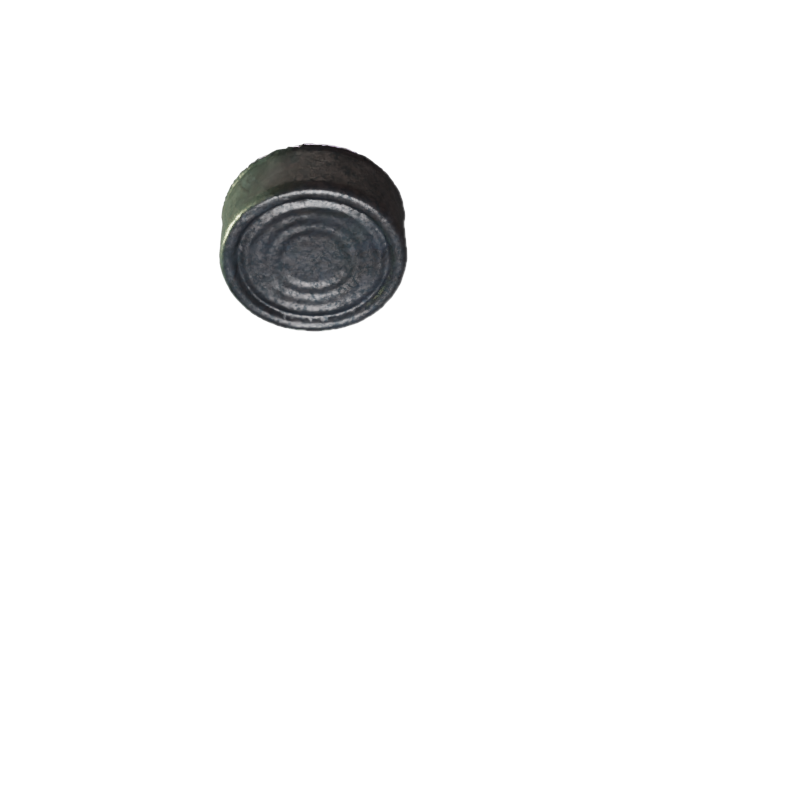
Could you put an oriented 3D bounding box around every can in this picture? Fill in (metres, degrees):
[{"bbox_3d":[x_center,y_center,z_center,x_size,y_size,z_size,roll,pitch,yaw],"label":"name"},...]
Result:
[{"bbox_3d":[-0.040,-0.072,0.506,0.086,0.080,0.036,1,41,-1],"label":"can"}]
